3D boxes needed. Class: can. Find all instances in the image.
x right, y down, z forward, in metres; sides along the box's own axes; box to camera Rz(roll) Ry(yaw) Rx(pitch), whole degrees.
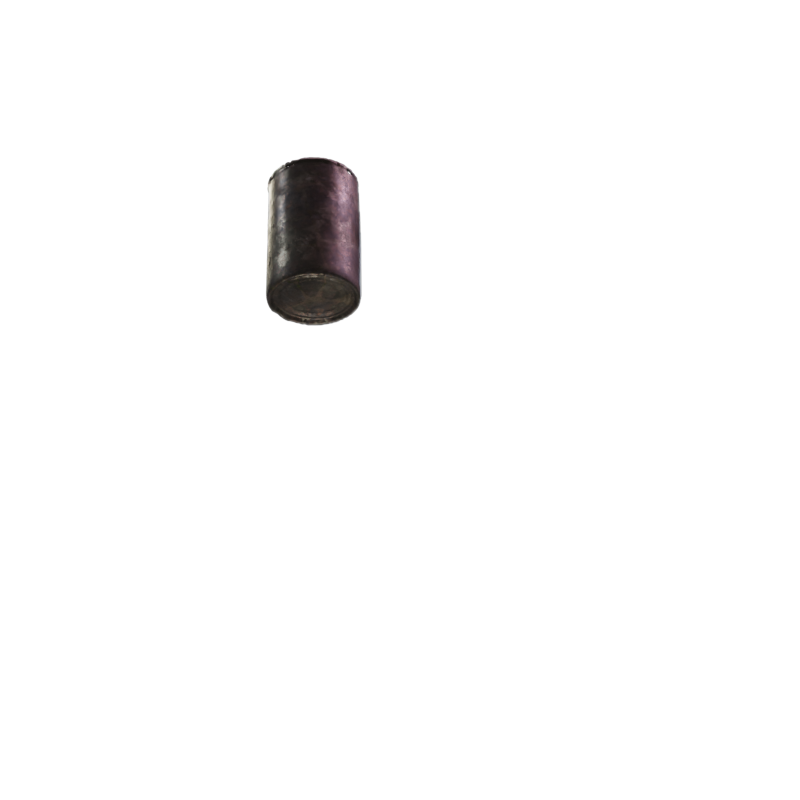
[{"bbox_3d":[-0.062,-0.113,0.793,0.068,0.109,0.064,-1,-33,-2],"label":"can"}]
